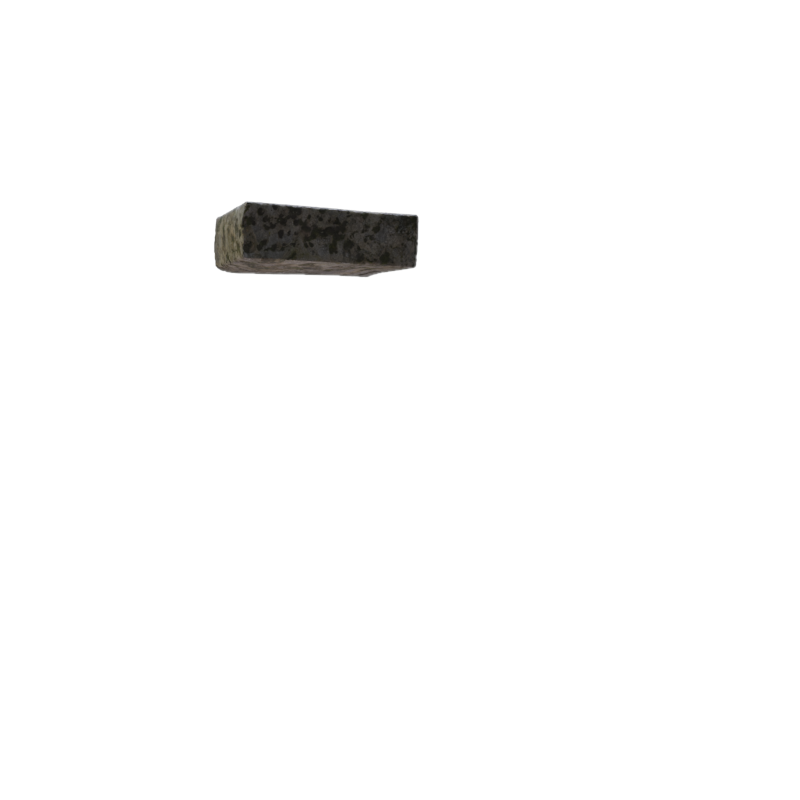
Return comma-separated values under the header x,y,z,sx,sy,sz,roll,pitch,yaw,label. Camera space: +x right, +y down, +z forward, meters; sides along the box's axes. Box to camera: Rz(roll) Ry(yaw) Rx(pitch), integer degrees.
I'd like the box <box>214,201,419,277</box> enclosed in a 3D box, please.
x,y,z,sx,sy,sz,roll,pitch,yaw,label
-0.056,-0.101,0.709,0.111,0.039,0.091,0,1,-18,box
